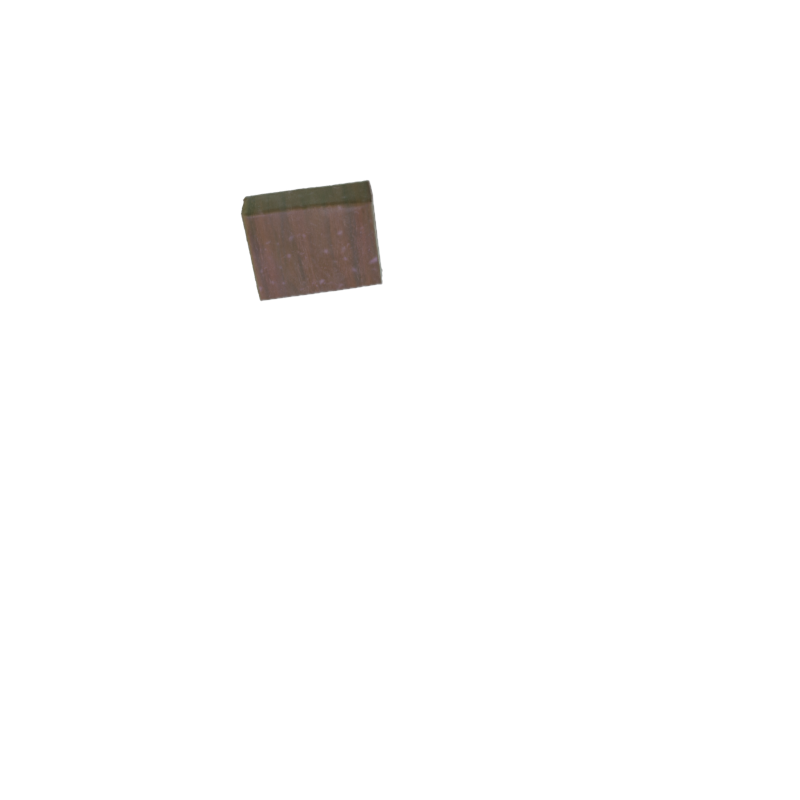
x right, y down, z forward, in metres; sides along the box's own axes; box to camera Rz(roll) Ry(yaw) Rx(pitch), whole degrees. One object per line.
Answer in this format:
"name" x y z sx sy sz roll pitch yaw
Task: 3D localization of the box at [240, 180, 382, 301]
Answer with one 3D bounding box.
"box" -0.076 -0.138 0.965 0.114 0.084 0.041 -6 35 3
